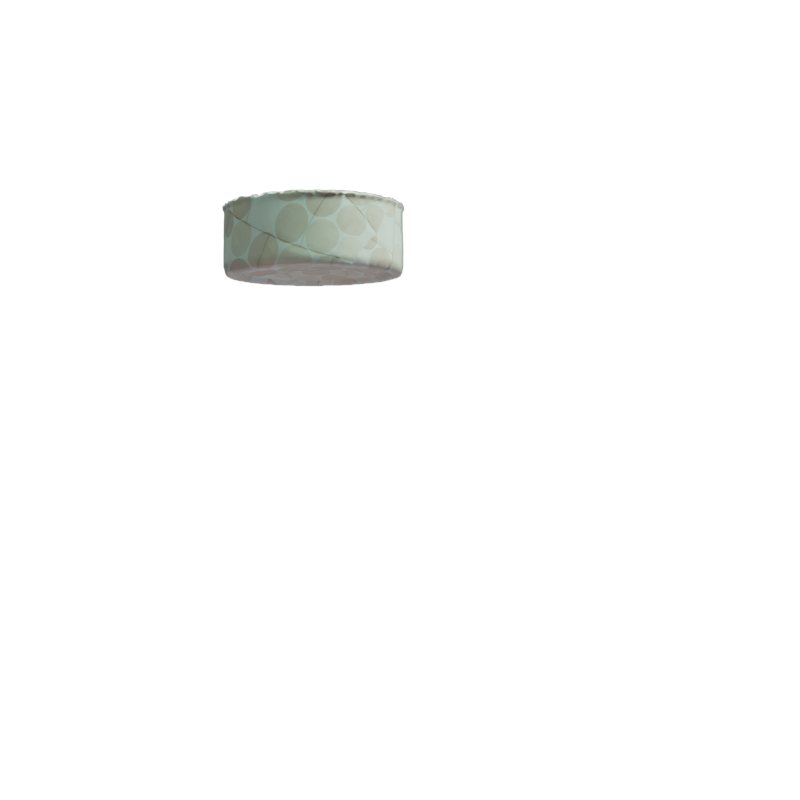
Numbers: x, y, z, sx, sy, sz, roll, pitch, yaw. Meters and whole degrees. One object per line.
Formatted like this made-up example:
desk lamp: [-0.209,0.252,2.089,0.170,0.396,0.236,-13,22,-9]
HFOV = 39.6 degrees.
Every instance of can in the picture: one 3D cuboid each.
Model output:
can: [-0.041,-0.075,0.522,0.086,0.034,0.085,0,-2,-2]
